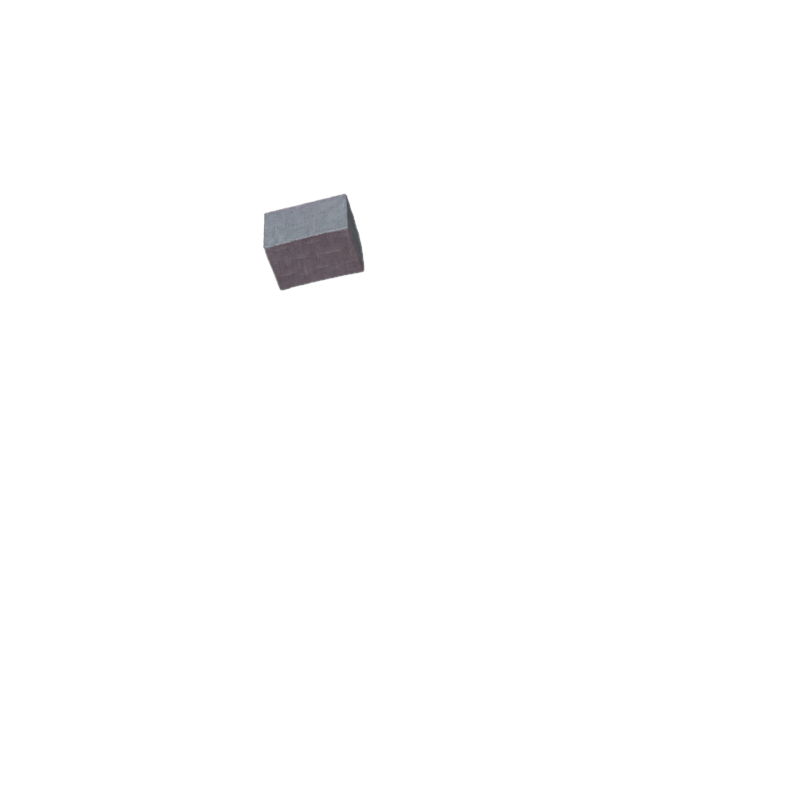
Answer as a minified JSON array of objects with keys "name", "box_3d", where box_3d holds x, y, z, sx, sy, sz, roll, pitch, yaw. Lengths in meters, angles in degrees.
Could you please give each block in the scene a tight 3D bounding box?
[{"name":"block","box_3d":[-0.076,-0.138,0.966,0.078,0.049,0.055,-12,41,9]}]
